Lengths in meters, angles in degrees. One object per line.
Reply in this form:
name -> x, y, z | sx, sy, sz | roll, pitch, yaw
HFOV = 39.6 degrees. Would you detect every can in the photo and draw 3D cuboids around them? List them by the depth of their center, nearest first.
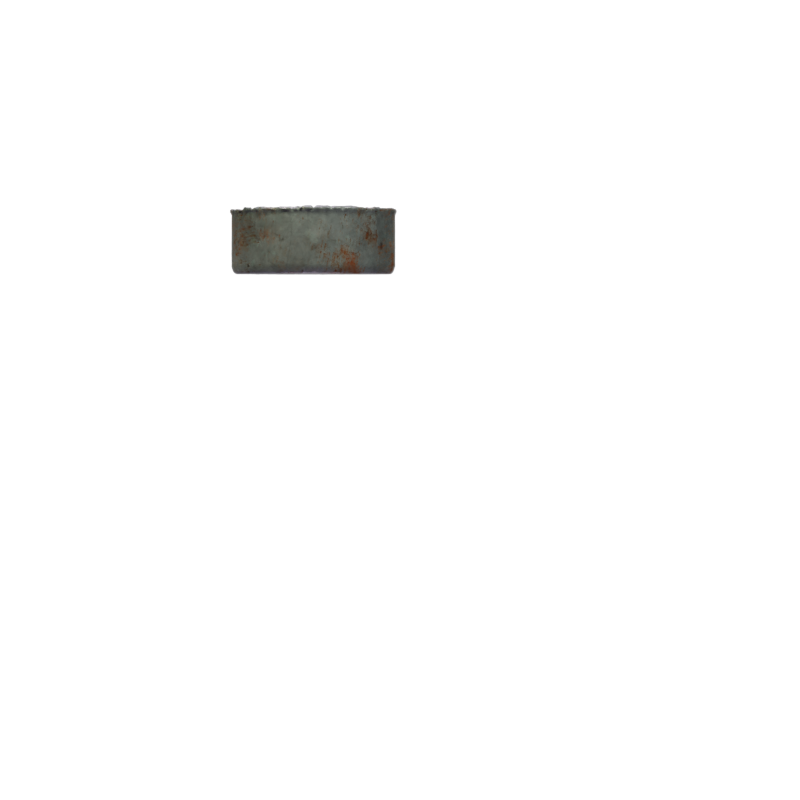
can -> -0.045, -0.082, 0.572 | 0.086, 0.033, 0.087 | 0, 6, -2
